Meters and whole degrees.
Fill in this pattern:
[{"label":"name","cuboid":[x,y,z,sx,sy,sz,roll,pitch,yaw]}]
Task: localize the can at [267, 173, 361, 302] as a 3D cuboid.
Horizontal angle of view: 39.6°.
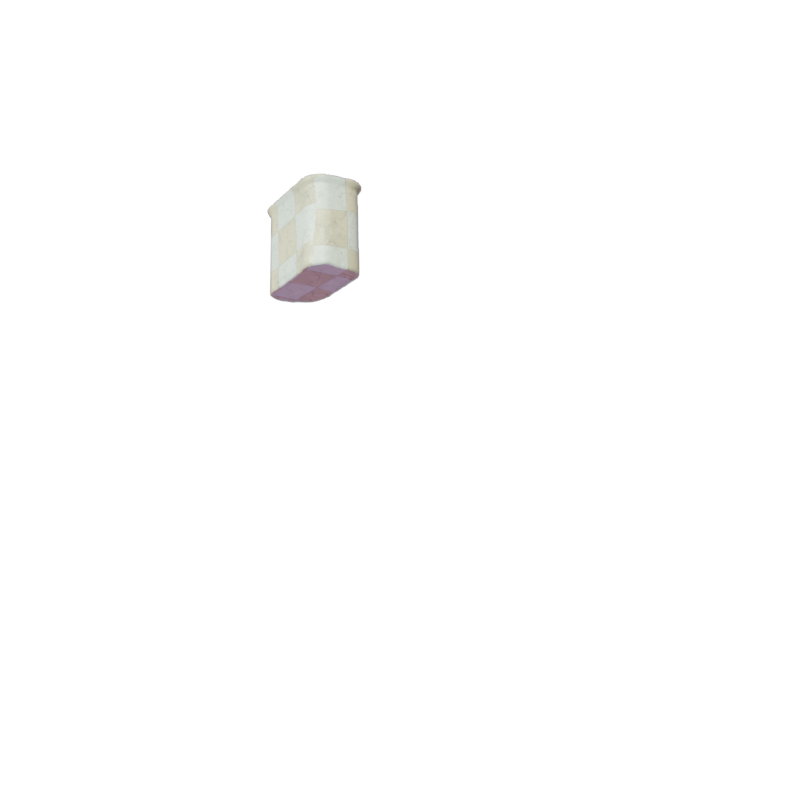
[{"label":"can","cuboid":[-0.076,-0.139,0.975,0.055,0.088,0.101,10,-22,-29]}]
